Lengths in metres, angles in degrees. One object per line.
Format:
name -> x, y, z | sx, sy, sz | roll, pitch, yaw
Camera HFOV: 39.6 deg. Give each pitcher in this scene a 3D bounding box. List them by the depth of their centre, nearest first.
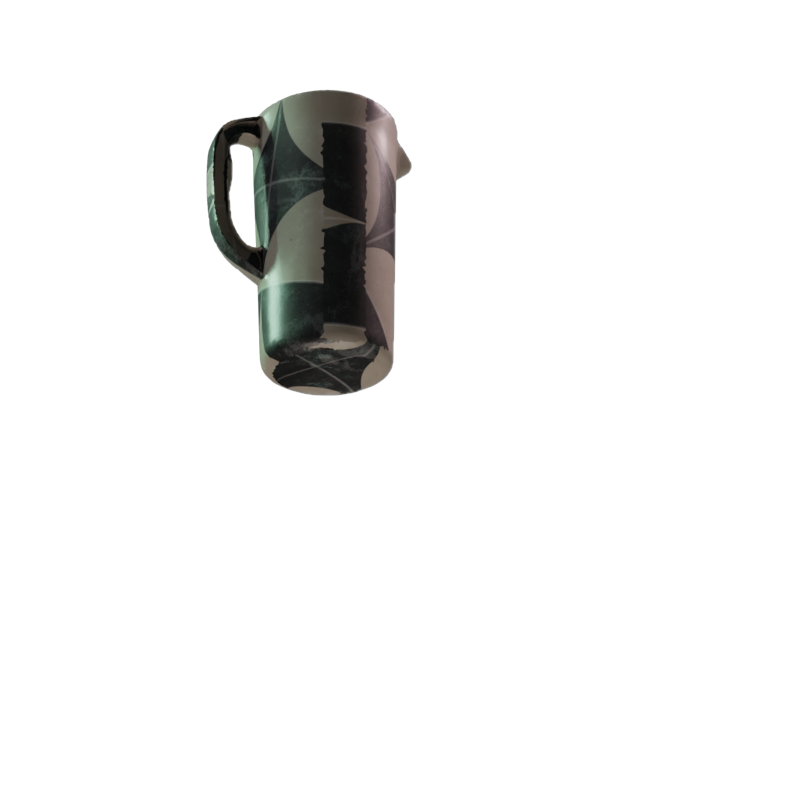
pitcher -> -0.074, -0.135, 0.944 | 0.151, 0.258, 0.134 | -12, -30, 18
